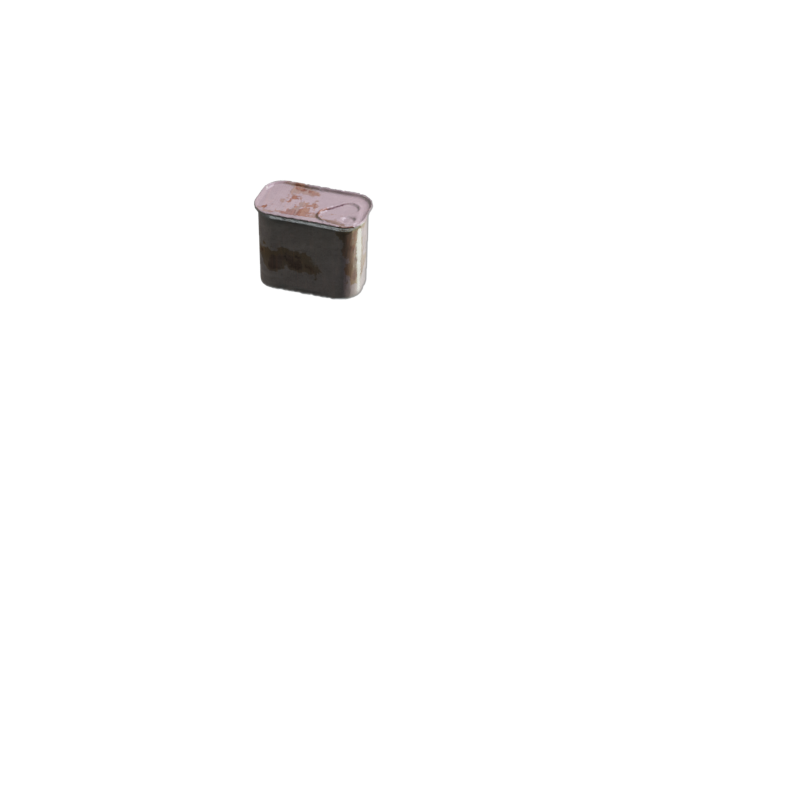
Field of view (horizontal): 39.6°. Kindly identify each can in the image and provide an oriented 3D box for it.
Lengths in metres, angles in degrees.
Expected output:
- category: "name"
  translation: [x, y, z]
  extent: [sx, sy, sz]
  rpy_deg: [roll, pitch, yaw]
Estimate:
- category: "can"
  translation: [-0.078, -0.142, 0.994]
  extent: [0.104, 0.078, 0.060]
  rpy_deg: [12, 39, 13]
